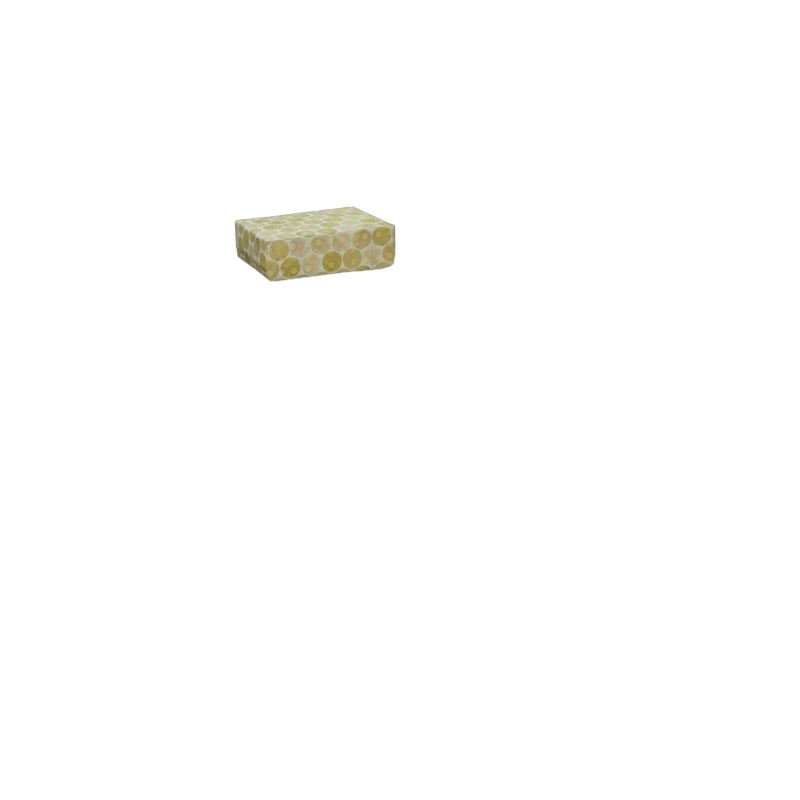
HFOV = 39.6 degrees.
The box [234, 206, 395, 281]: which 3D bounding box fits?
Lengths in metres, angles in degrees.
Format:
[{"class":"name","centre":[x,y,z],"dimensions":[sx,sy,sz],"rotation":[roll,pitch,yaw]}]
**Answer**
[{"class":"box","centre":[-0.072,-0.132,0.923],"dimensions":[0.111,0.037,0.095],"rotation":[-8,22,-21]}]
